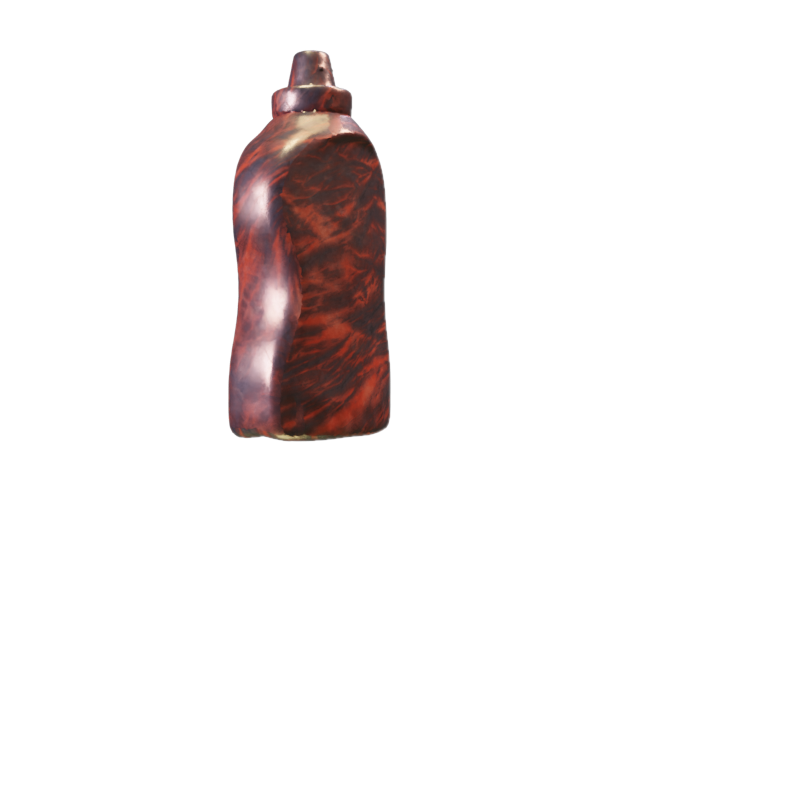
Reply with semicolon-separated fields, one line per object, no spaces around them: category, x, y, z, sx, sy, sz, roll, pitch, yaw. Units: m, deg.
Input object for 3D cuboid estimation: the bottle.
bottle;-0.044;-0.079;0.554;0.060;0.194;0.092;-4;-5;37
